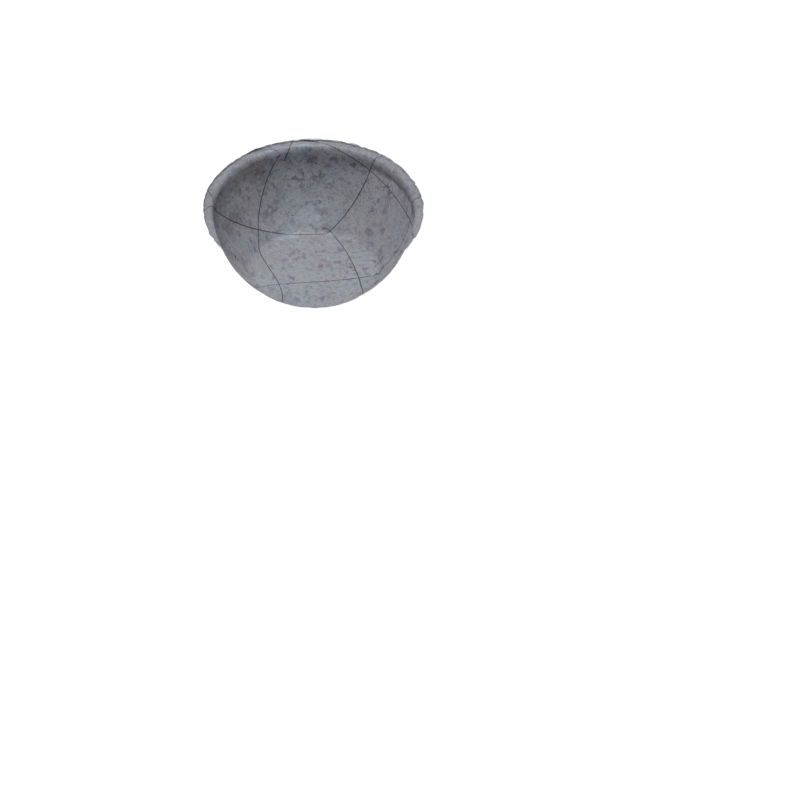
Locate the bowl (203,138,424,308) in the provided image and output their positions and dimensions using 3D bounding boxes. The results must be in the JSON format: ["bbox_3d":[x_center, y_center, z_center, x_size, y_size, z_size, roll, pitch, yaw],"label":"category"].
[{"bbox_3d":[-0.063,-0.114,0.799,0.162,0.059,0.152,1,-33,-2],"label":"bowl"}]
